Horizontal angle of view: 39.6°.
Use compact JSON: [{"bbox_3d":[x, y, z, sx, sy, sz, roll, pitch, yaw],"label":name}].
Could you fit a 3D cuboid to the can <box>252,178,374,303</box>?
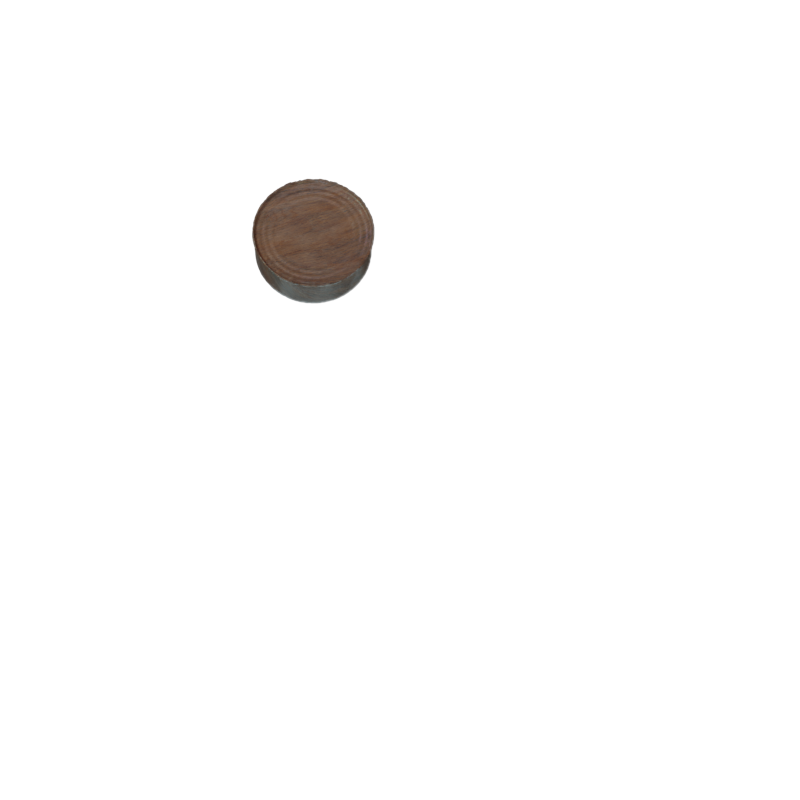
[{"bbox_3d":[-0.062,-0.113,0.790,0.086,0.091,0.032,-1,-26,-1],"label":"can"}]
